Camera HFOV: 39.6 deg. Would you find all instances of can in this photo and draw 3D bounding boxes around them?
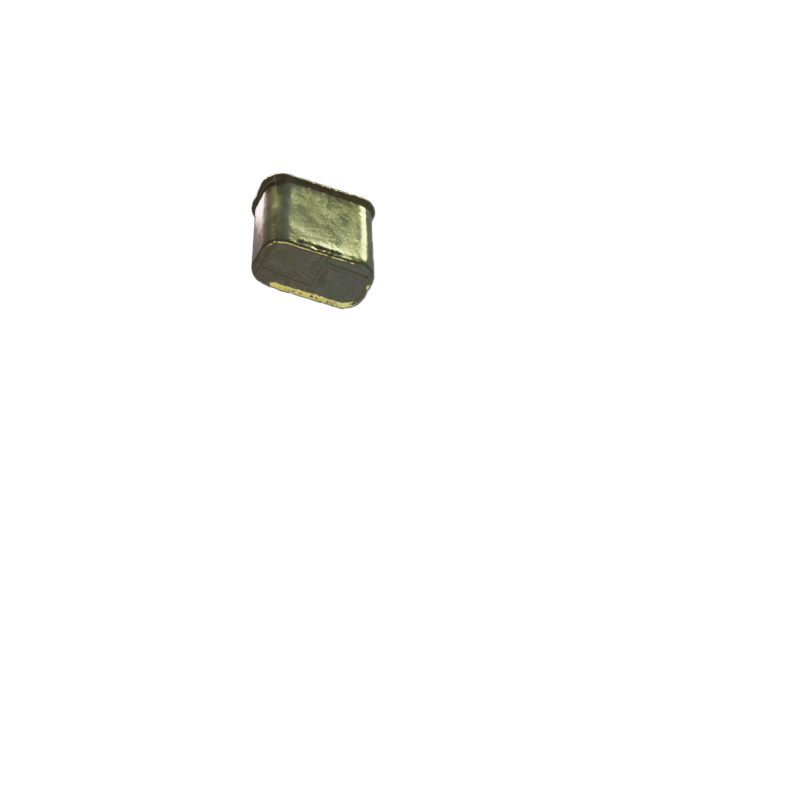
[{"bbox_3d":[-0.071,-0.129,0.904,0.099,0.090,0.055,15,-48,-16],"label":"can"}]
